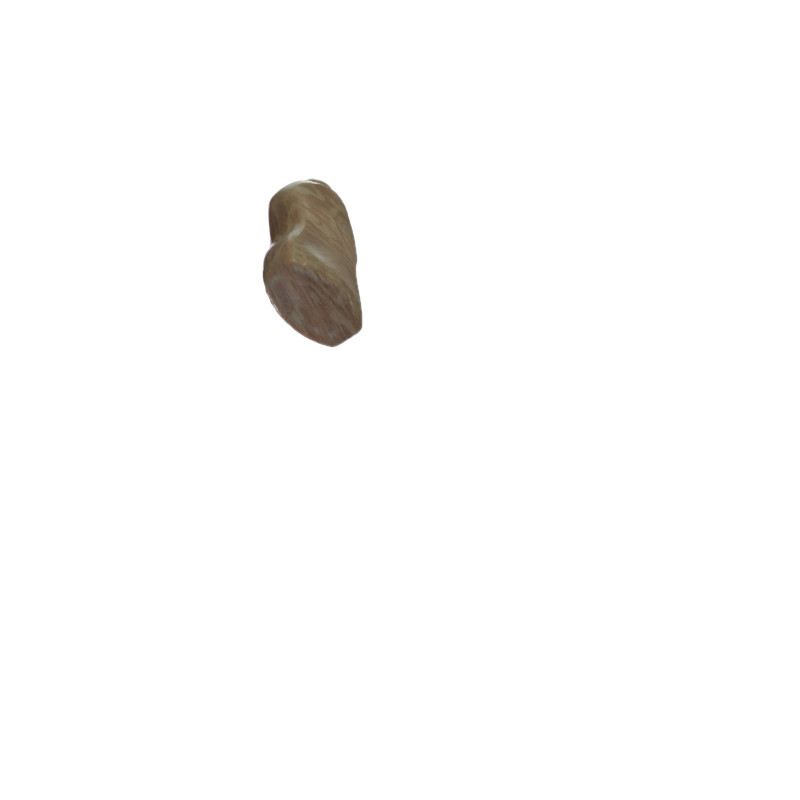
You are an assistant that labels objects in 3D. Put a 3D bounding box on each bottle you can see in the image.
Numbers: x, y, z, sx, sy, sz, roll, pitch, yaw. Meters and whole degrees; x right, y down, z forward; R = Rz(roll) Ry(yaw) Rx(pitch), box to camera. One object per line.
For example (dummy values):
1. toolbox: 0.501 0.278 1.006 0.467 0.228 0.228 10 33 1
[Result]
1. bottle: -0.076 -0.138 0.968 0.058 0.205 0.090 -35 -57 22
